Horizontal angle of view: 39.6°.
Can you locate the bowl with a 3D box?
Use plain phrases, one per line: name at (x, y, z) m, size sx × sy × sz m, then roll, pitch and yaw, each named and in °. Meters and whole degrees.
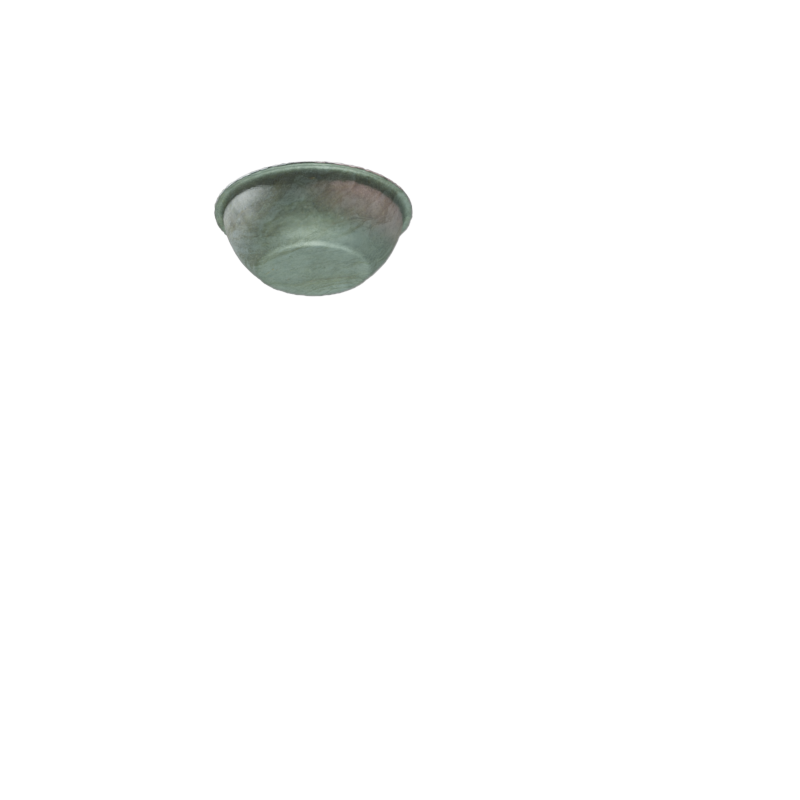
bowl at (-0.070, -0.127, 0.891) m, size 0.162 × 0.058 × 0.153 m, roll 1°, pitch -23°, yaw -2°
